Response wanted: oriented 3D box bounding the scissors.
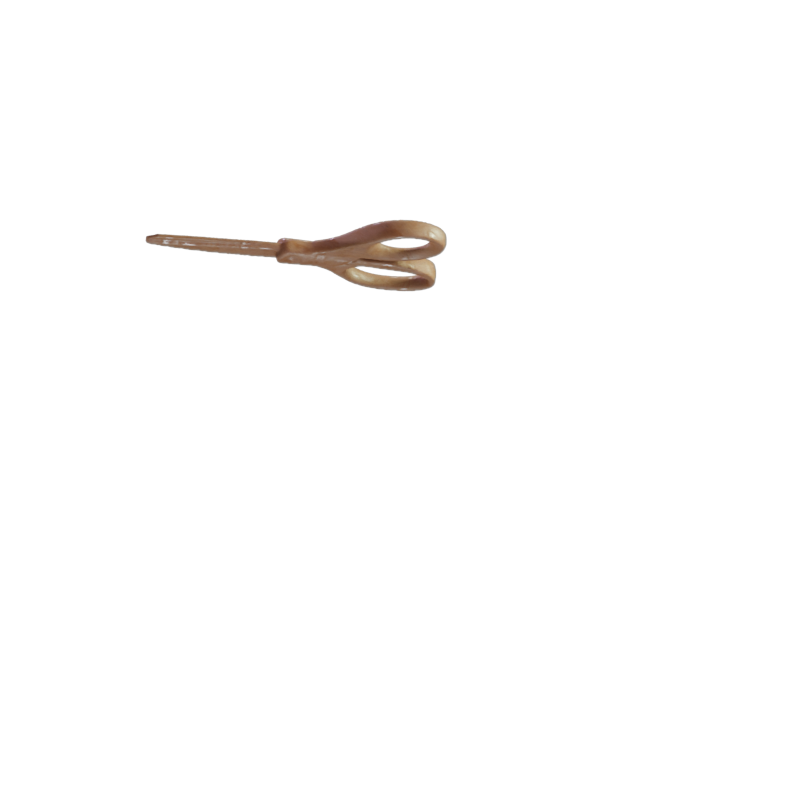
[{"bbox_3d":[-0.057,-0.105,0.733,0.194,0.017,0.095,10,-23,-25],"label":"scissors"}]
